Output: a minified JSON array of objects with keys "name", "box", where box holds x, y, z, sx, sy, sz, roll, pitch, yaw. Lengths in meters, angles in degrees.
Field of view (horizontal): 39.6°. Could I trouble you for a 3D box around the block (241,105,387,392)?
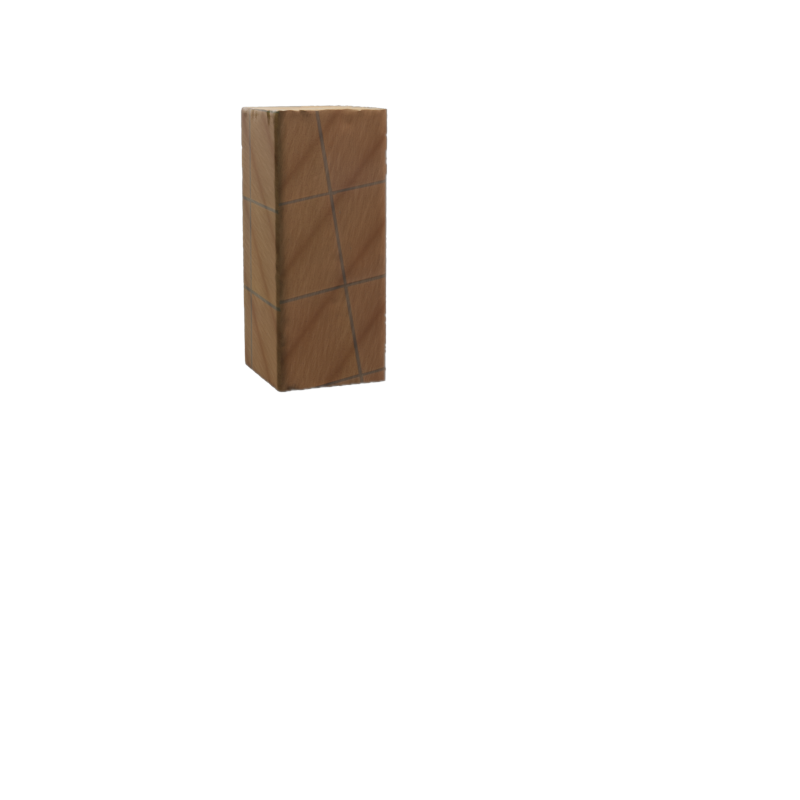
[{"name":"block","box":[-0.067,-0.122,0.853,0.088,0.201,0.095,-4,11,-23]}]
